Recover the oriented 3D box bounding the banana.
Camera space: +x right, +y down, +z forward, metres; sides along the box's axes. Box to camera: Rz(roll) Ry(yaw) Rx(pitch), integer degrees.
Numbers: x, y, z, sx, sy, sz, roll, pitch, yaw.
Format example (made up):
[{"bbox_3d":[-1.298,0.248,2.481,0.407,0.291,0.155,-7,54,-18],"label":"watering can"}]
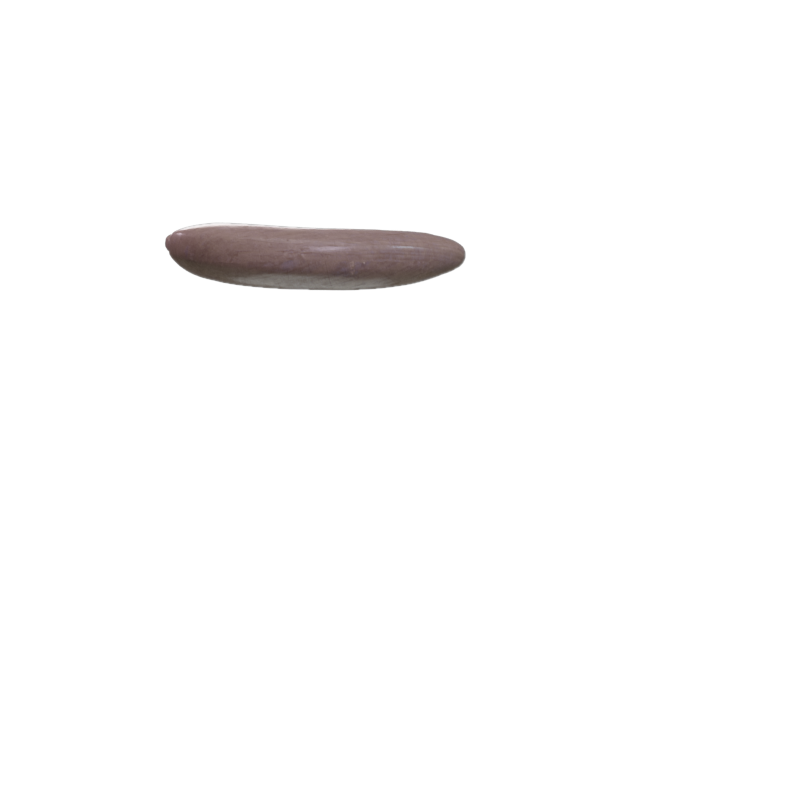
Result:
[{"bbox_3d":[-0.061,-0.092,0.682,0.201,0.035,0.072,6,25,11],"label":"banana"}]
